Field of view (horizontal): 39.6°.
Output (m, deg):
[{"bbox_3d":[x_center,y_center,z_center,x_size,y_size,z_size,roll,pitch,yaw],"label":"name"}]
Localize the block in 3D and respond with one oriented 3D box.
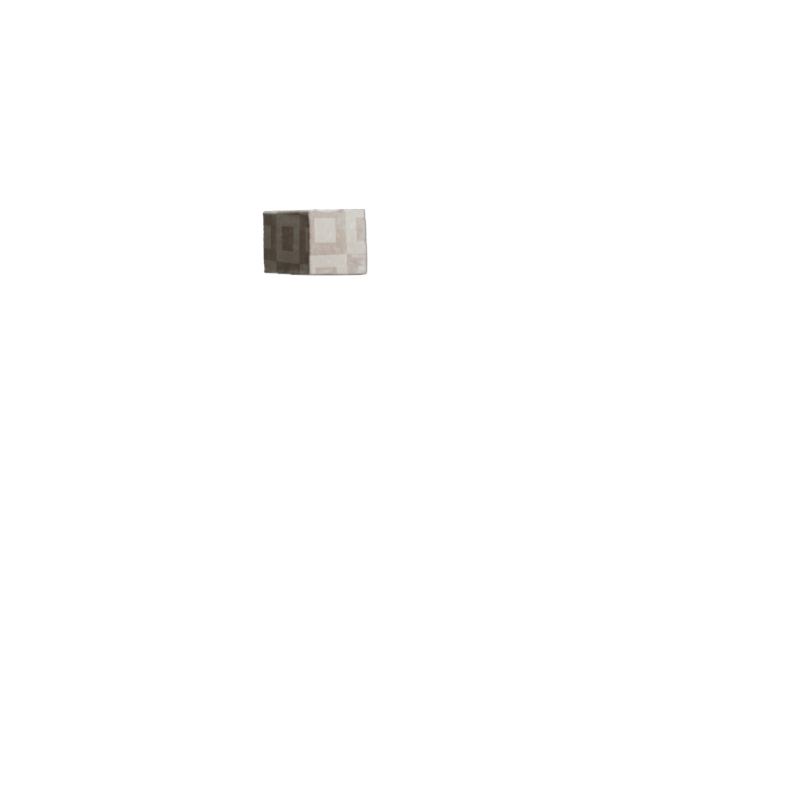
[{"bbox_3d":[-0.068,-0.125,0.874,0.051,0.051,0.081,-3,7,-34],"label":"block"}]
